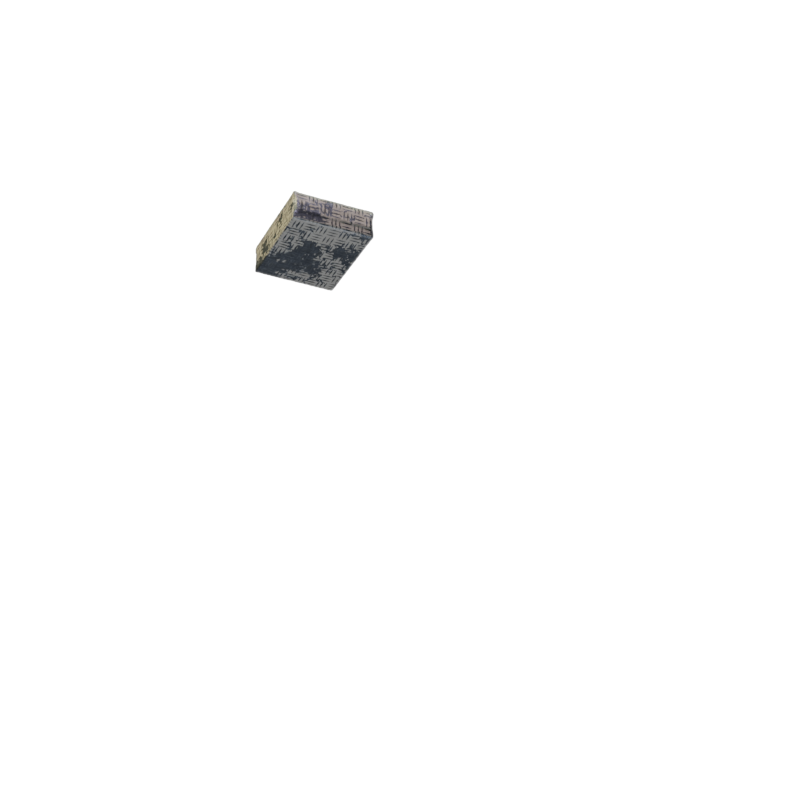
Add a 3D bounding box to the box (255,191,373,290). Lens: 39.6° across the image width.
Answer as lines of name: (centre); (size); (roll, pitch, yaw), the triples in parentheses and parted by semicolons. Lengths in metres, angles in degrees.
box: (-0.073, -0.133, 0.934); (0.071, 0.032, 0.086); (13, -34, -21)
